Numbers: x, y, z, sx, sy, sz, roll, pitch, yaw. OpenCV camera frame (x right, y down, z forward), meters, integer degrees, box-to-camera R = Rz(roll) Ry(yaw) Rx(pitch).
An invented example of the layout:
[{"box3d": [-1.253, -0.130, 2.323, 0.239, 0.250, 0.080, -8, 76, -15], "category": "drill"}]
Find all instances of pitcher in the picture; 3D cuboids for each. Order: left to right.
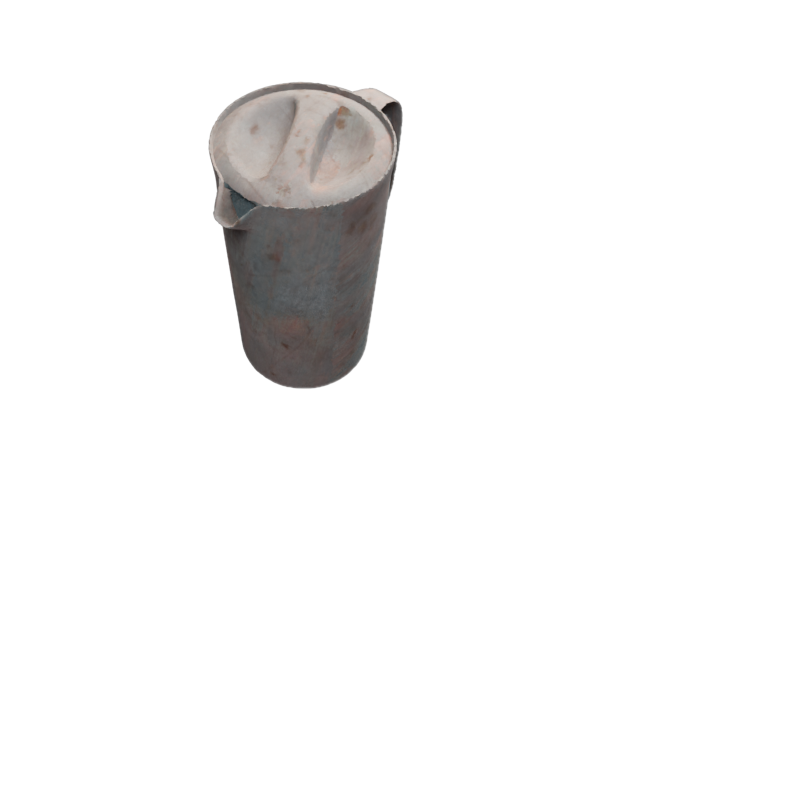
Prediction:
[{"box3d": [-0.068, -0.125, 0.873, 0.148, 0.156, 0.227, -3, -37, -6], "category": "pitcher"}]
